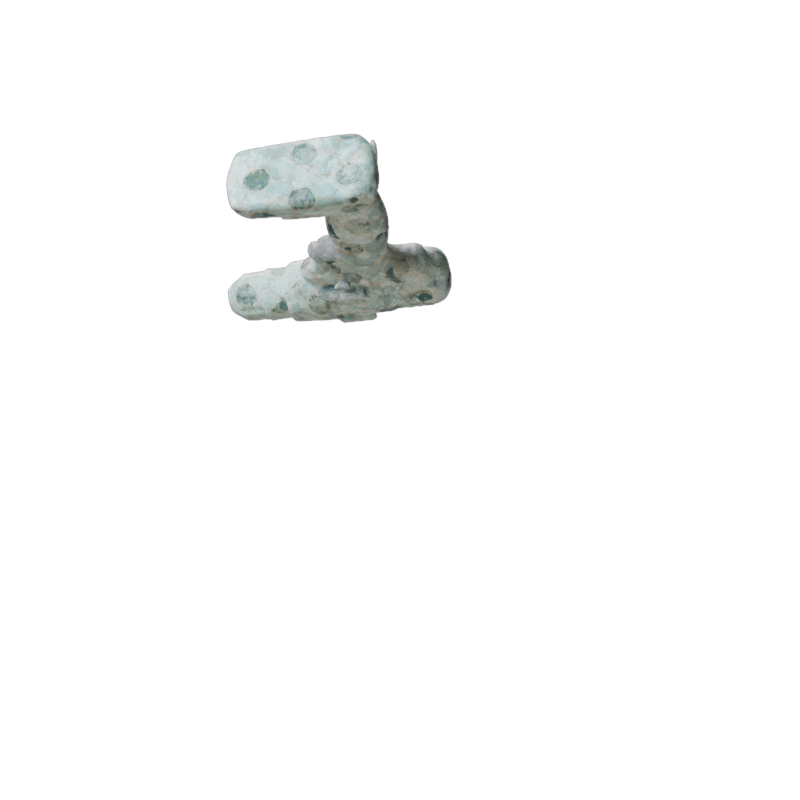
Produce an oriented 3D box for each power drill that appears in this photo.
[{"bbox_3d":[-0.066,-0.120,0.840,0.187,0.061,0.174,-7,-27,13],"label":"power drill"}]
